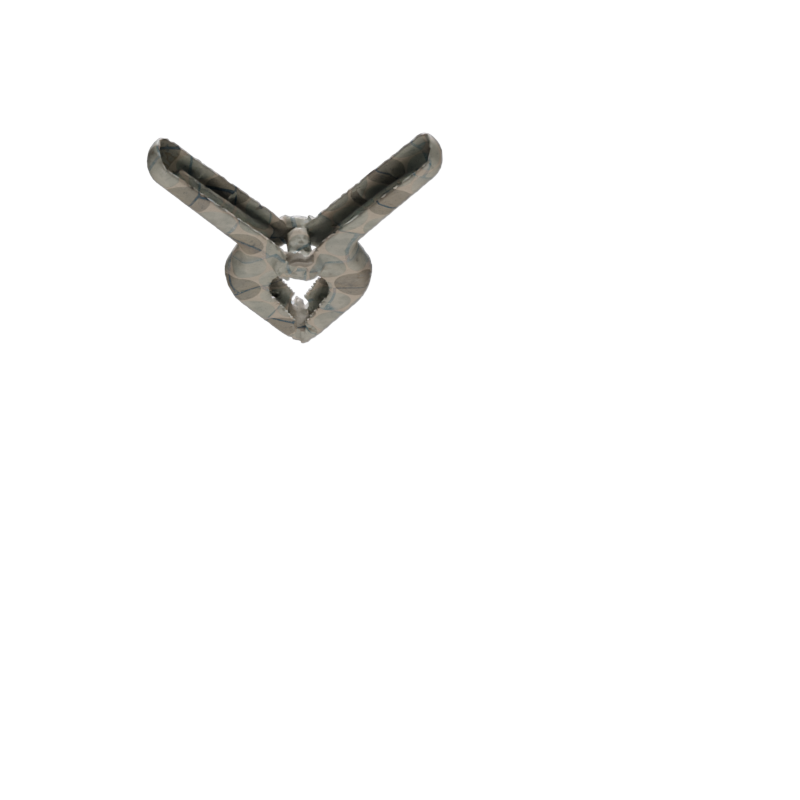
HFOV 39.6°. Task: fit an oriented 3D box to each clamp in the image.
[{"bbox_3d":[-0.054,-0.098,0.690,0.165,0.039,0.196,-2,-28,4],"label":"clamp"}]
